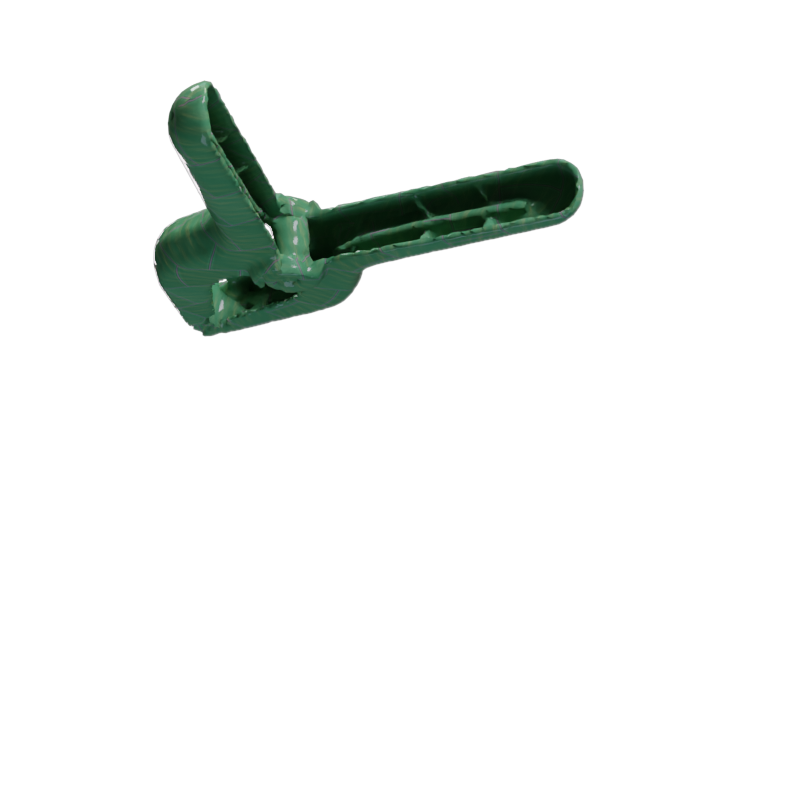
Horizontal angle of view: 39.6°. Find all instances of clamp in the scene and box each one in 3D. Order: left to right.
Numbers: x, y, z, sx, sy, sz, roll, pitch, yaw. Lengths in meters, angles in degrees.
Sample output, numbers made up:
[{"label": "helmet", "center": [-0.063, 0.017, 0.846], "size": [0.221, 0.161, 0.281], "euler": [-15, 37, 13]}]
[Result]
[{"label": "clamp", "center": [-0.037, -0.067, 0.471], "size": [0.160, 0.038, 0.207], "euler": [6, -16, -21]}]
